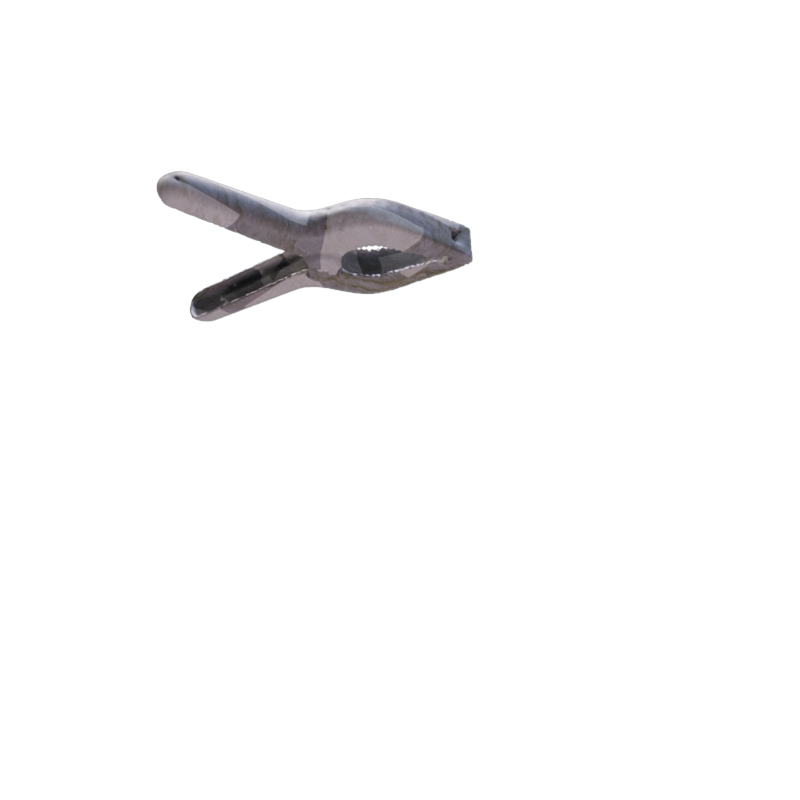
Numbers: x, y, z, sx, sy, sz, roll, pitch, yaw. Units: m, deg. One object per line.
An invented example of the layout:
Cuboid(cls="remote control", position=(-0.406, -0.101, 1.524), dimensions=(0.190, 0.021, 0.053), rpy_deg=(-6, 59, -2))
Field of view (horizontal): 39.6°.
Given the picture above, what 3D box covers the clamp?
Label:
Cuboid(cls="clamp", position=(-0.058, -0.107, 0.747), dimensions=(0.212, 0.039, 0.153), rpy_deg=(-4, -27, 7))
